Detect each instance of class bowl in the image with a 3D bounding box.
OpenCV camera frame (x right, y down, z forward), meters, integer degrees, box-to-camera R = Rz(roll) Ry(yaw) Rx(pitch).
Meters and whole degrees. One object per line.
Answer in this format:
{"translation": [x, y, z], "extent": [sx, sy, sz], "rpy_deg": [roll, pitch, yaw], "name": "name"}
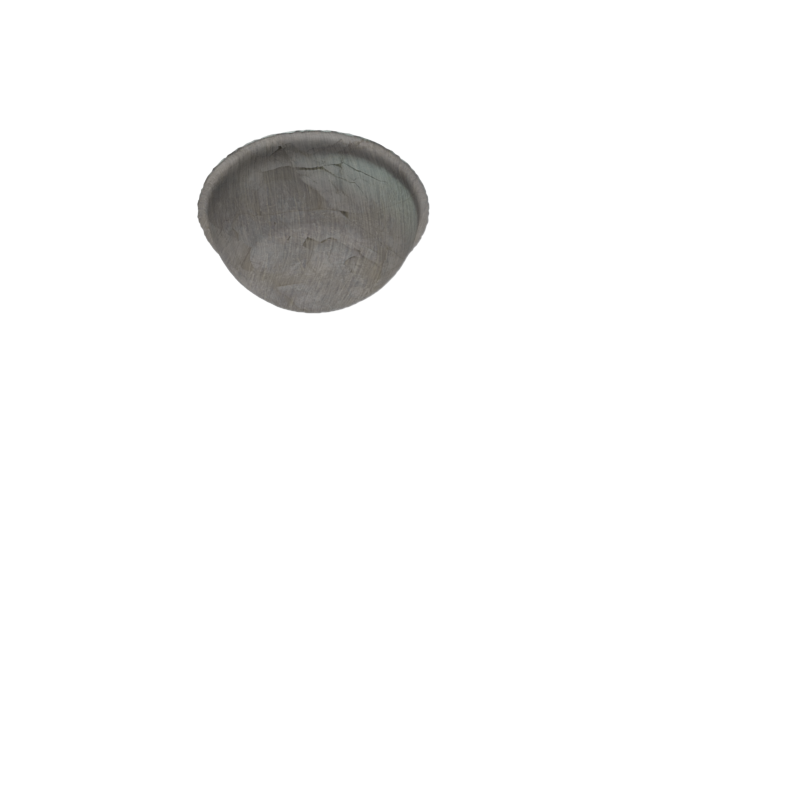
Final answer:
{"translation": [-0.059, -0.108, 0.757], "extent": [0.162, 0.059, 0.151], "rpy_deg": [1, -37, -2], "name": "bowl"}
